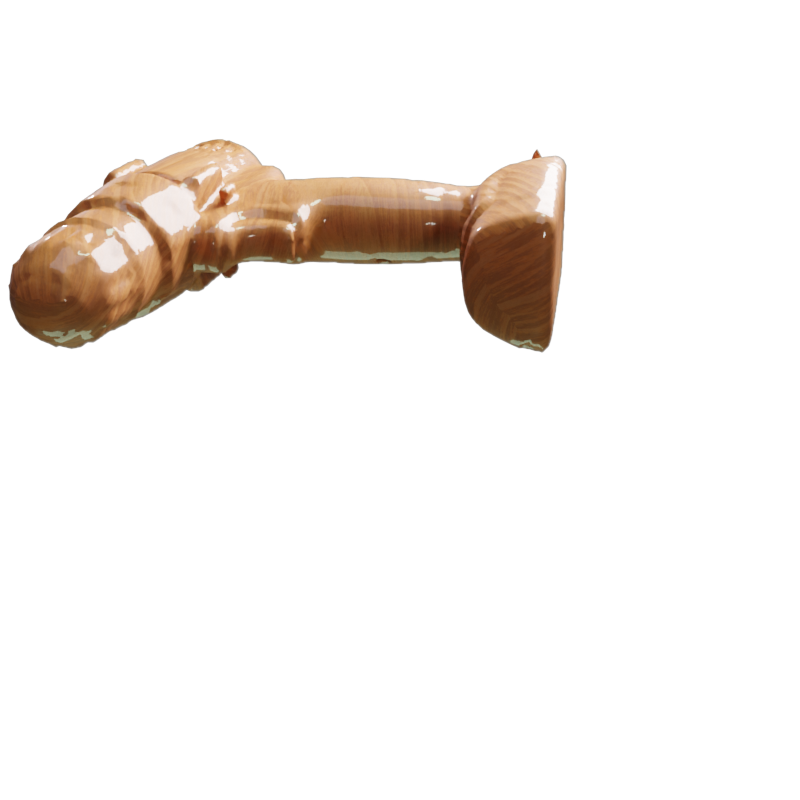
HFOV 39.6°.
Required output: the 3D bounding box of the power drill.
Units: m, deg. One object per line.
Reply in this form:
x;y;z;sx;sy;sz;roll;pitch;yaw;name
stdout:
-0.034;-0.061;0.429;0.192;0.055;0.190;6;26;12;power drill
